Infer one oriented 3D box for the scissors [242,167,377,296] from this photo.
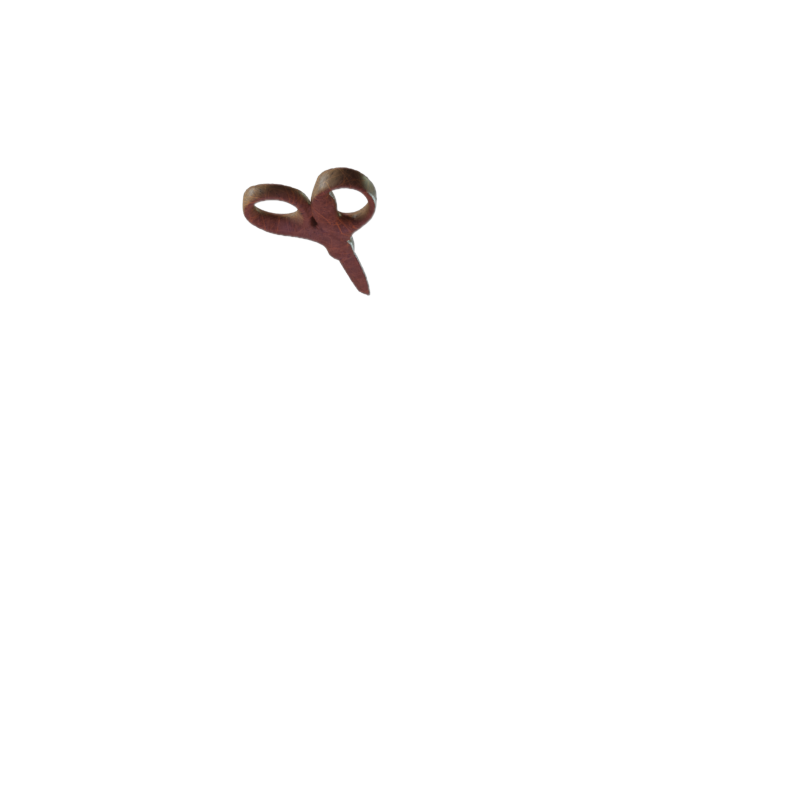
[{"bbox_3d":[-0.061,-0.110,0.774,0.096,0.016,0.193,2,-17,-5],"label":"scissors"}]
